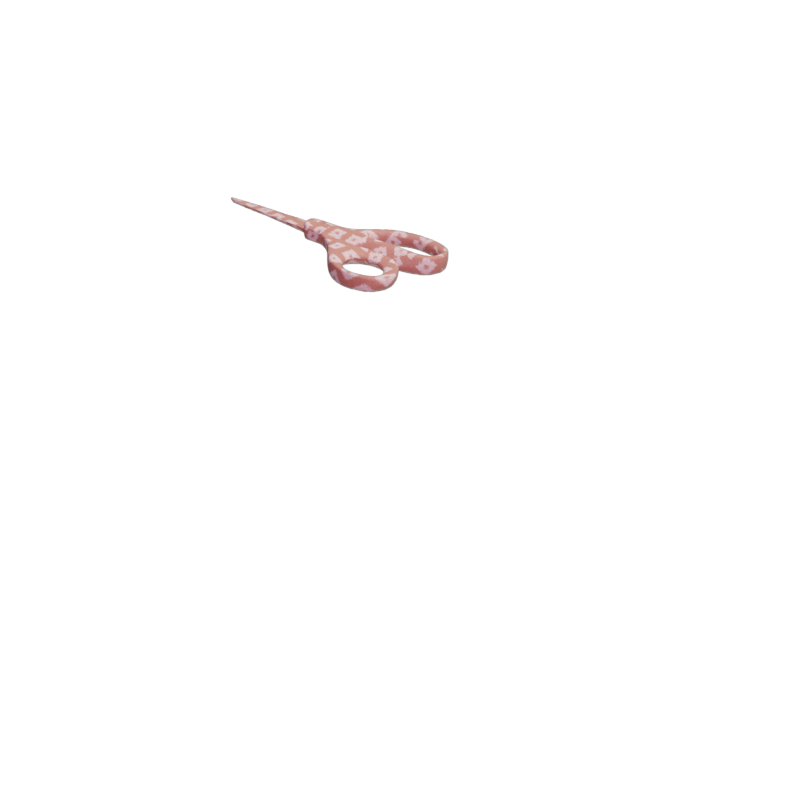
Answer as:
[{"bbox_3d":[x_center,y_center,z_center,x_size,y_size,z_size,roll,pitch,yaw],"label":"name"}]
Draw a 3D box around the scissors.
[{"bbox_3d":[-0.065,-0.118,0.825,0.210,0.015,0.098,15,33,24],"label":"scissors"}]
